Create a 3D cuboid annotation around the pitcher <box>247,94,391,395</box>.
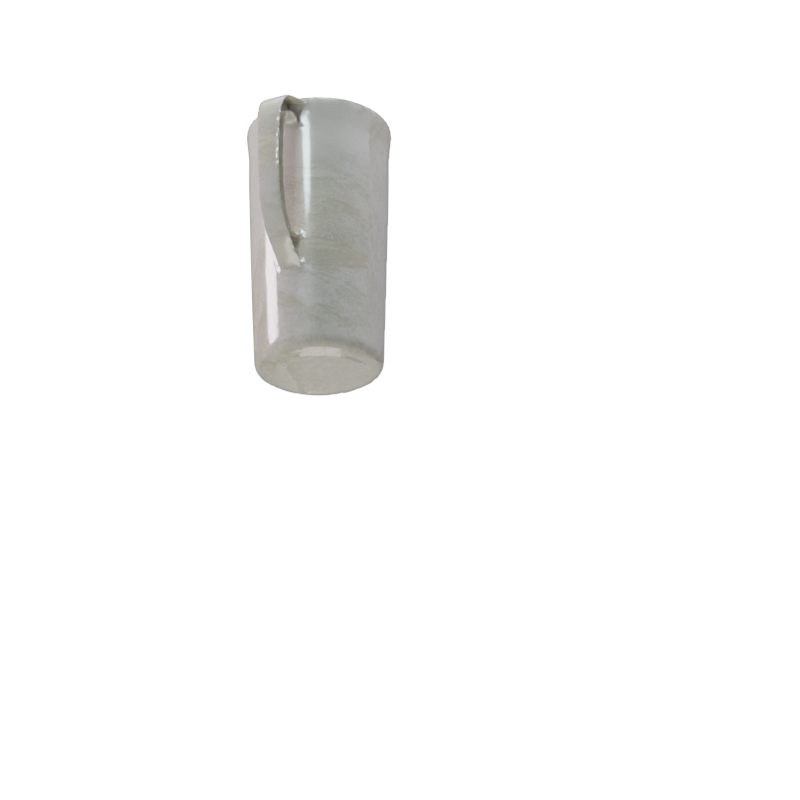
[{"bbox_3d":[-0.076,-0.138,0.965,0.144,0.258,0.142,10,-28,-22],"label":"pitcher"}]
